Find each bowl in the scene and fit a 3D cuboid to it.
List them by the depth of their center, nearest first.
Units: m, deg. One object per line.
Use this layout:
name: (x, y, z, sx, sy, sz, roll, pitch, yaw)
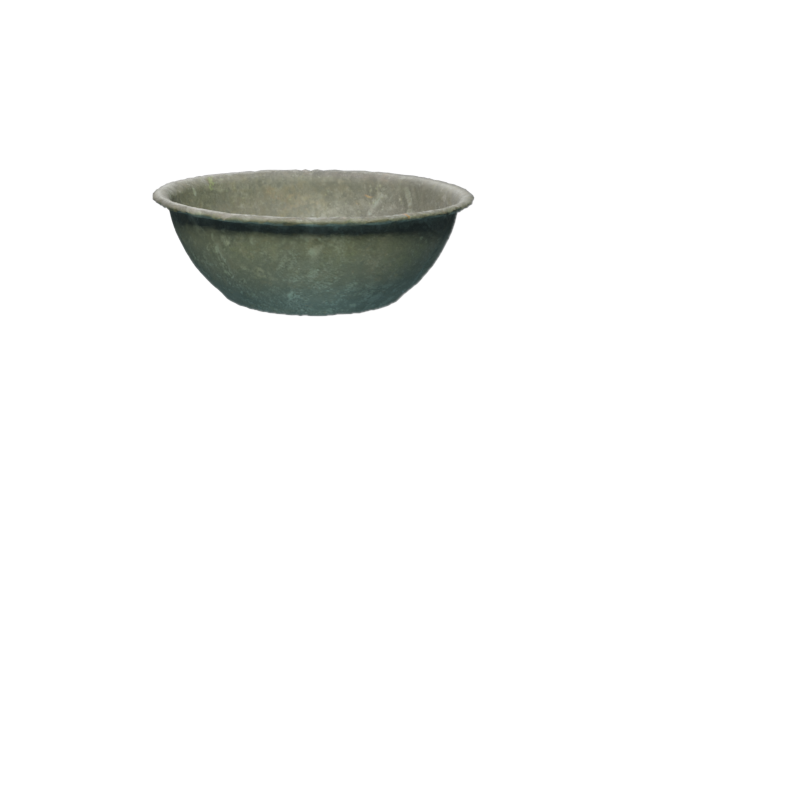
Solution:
bowl: (-0.044, -0.081, 0.567, 0.162, 0.053, 0.168, -1, 19, -2)
